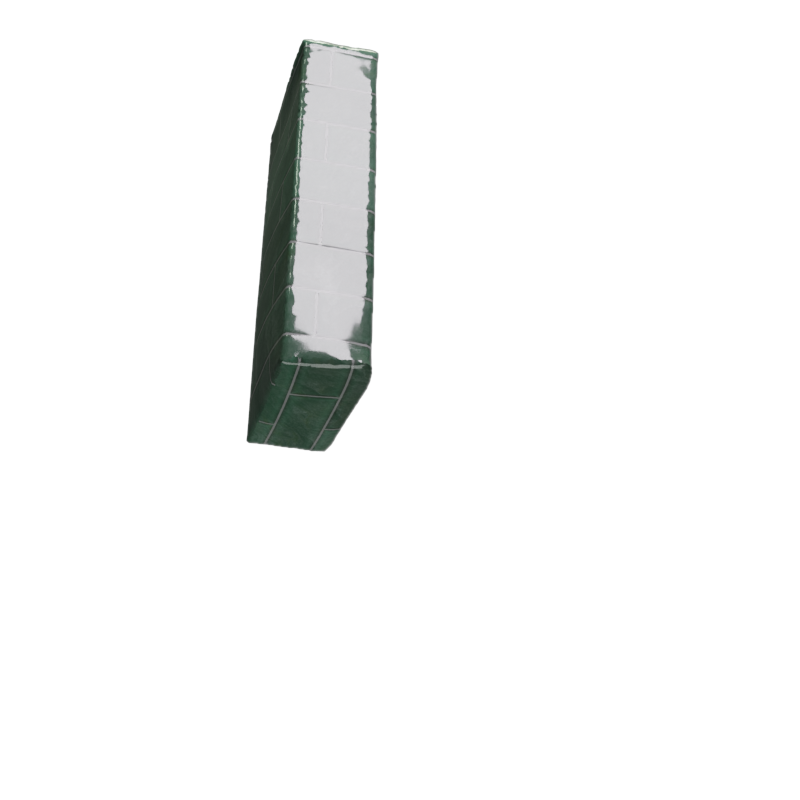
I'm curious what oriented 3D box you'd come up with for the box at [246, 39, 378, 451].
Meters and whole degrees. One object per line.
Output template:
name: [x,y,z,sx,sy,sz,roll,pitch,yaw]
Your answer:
box: [-0.042,-0.076,0.532,0.047,0.188,0.089,6,-30,-15]
